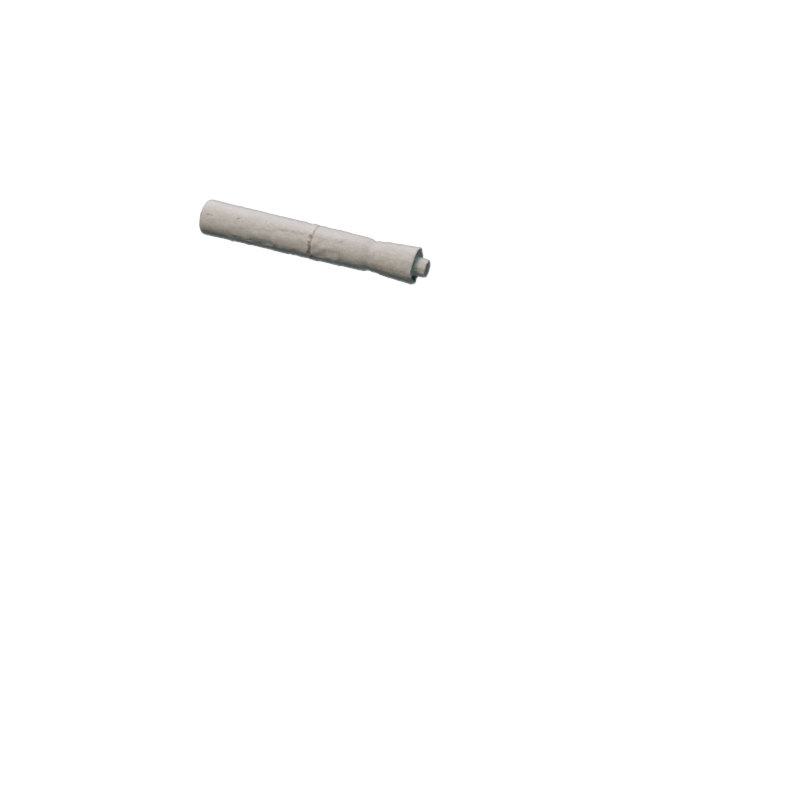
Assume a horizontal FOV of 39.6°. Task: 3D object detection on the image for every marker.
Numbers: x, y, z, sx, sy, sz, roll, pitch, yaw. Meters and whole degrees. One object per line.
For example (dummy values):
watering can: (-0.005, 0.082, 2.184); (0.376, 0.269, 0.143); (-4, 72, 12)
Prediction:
marker: (-0.044, -0.079, 0.556); (0.125, 0.019, 0.019); (16, 9, 19)
